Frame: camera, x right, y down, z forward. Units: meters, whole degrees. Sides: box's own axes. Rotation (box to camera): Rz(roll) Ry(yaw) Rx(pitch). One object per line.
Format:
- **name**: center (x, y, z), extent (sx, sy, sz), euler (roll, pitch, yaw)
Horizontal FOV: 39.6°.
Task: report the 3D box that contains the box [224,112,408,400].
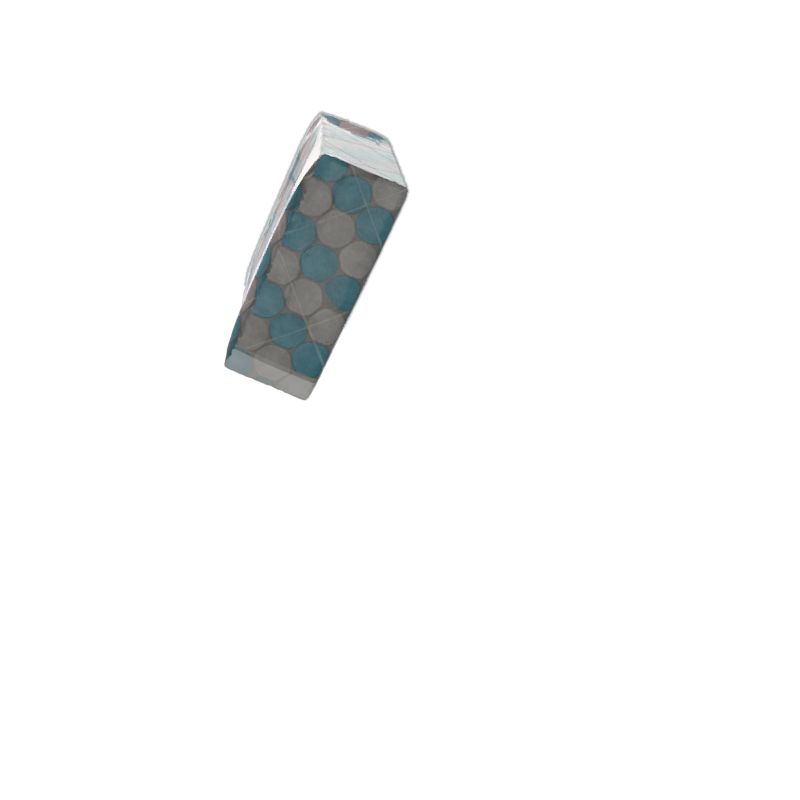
- **box**: center (-0.065, -0.119, 0.831), extent (0.070, 0.160, 0.223), euler (23, 16, -12)
